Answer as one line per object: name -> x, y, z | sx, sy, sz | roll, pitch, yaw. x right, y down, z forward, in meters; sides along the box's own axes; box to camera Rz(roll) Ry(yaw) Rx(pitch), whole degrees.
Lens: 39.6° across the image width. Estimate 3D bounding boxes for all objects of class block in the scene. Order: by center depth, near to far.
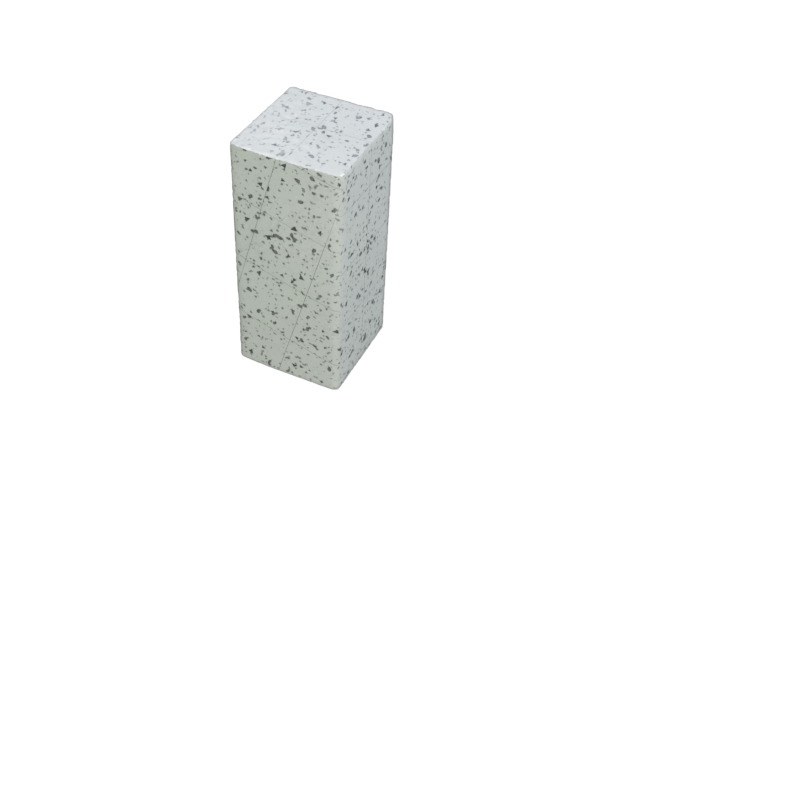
block -> -0.066, -0.121, 0.846 | 0.094, 0.192, 0.094 | 20, 44, 18
